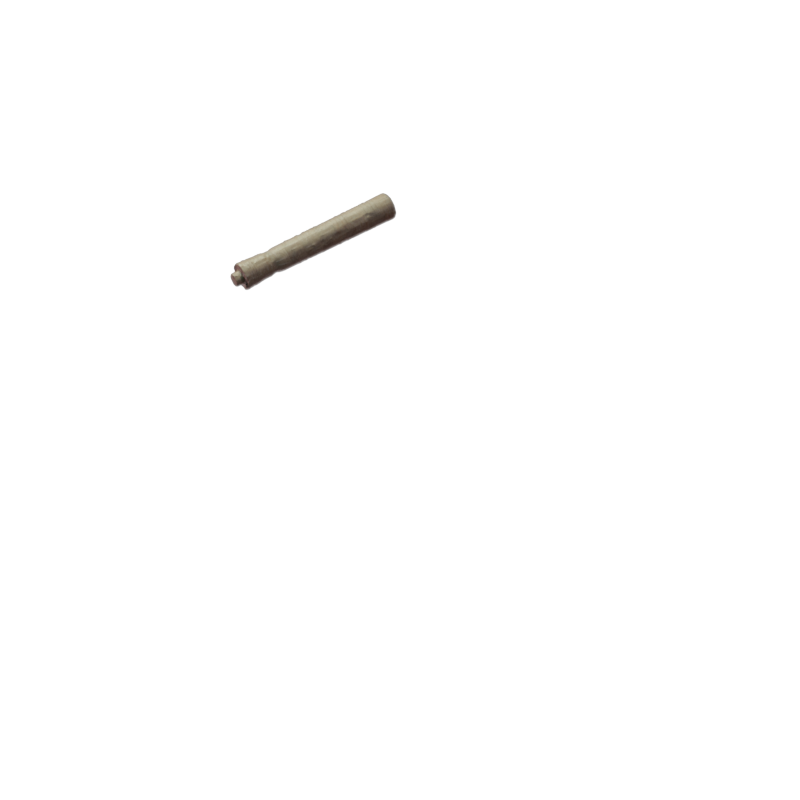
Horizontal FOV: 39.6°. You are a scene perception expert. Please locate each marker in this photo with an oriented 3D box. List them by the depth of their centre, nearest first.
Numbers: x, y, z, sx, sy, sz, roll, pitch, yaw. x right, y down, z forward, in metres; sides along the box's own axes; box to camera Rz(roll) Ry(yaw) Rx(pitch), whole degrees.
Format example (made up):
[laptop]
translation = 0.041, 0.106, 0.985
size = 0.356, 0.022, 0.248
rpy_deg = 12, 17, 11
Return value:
[marker]
translation = -0.057, -0.104, 0.726
size = 0.121, 0.019, 0.020
rpy_deg = -29, 15, -21
